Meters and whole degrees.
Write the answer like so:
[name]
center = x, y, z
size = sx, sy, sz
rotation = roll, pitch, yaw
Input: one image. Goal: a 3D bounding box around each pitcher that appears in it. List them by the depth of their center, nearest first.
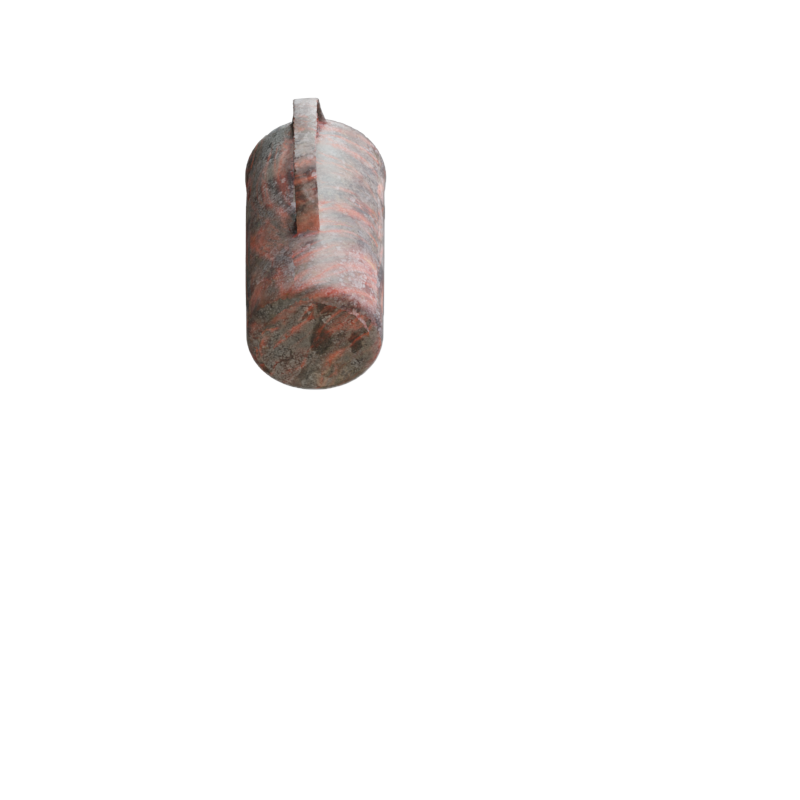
[pitcher]
center = -0.074, -0.136, 0.950
size = 0.141, 0.261, 0.143
rotation = 34, -59, -28
